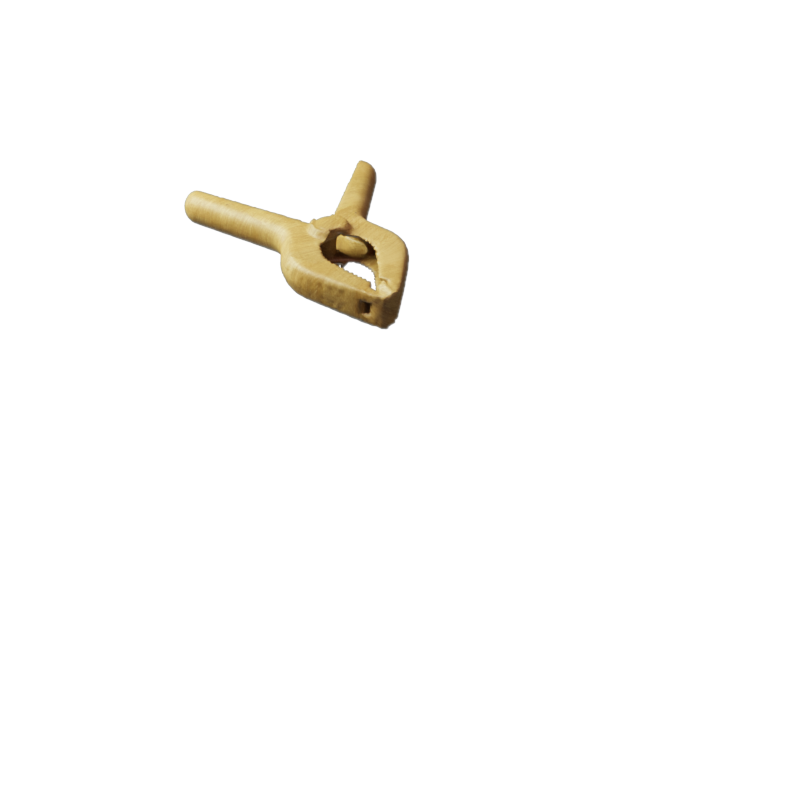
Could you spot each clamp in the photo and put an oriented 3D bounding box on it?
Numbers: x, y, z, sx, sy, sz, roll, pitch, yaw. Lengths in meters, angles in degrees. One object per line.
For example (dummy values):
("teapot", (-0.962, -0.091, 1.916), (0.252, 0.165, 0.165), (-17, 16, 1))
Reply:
("clamp", (-0.065, -0.119, 0.831), (0.162, 0.034, 0.227), (-11, 38, -15))
